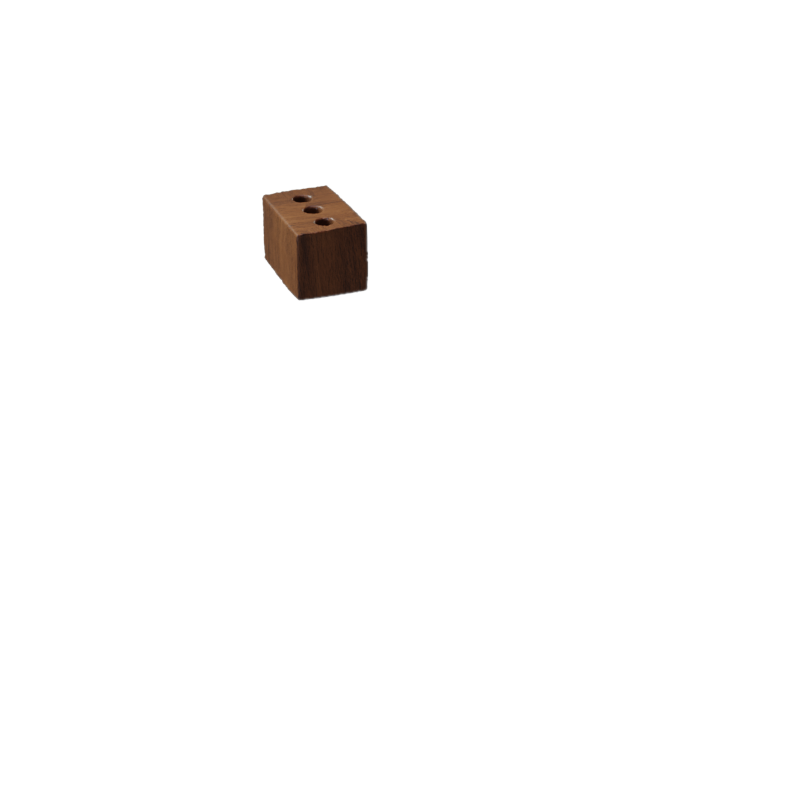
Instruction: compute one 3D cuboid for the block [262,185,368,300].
[{"bbox_3d":[-0.061,-0.112,0.784,0.052,0.048,0.084,-11,32,-21],"label":"block"}]
